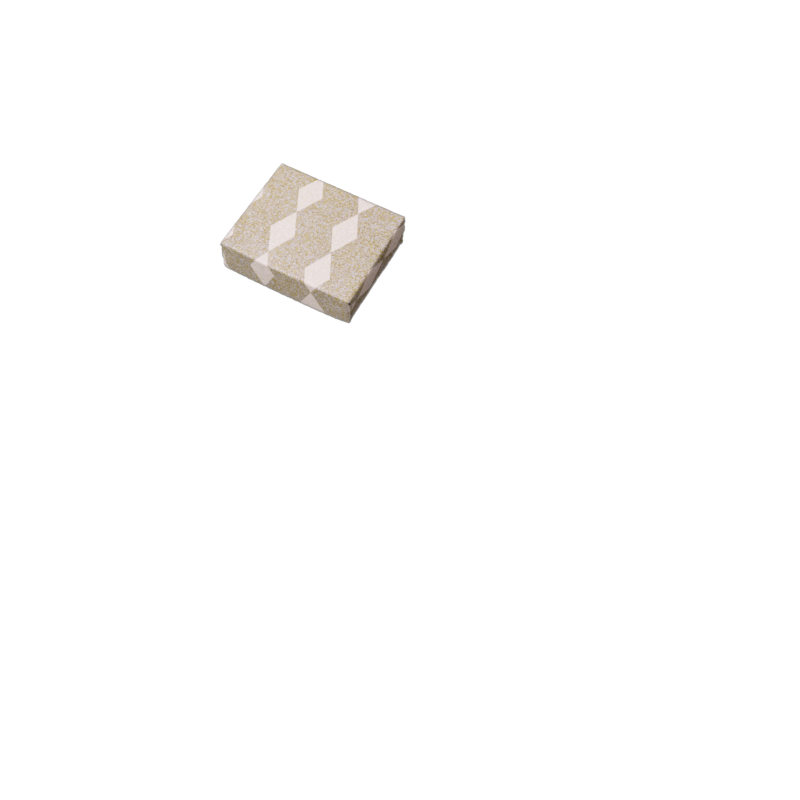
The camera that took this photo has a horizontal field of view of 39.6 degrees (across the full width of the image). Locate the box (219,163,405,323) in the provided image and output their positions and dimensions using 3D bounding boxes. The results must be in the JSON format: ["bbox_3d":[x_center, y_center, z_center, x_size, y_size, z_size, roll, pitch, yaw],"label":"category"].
[{"bbox_3d":[-0.066,-0.120,0.841,0.117,0.093,0.036,26,-28,15],"label":"box"}]
